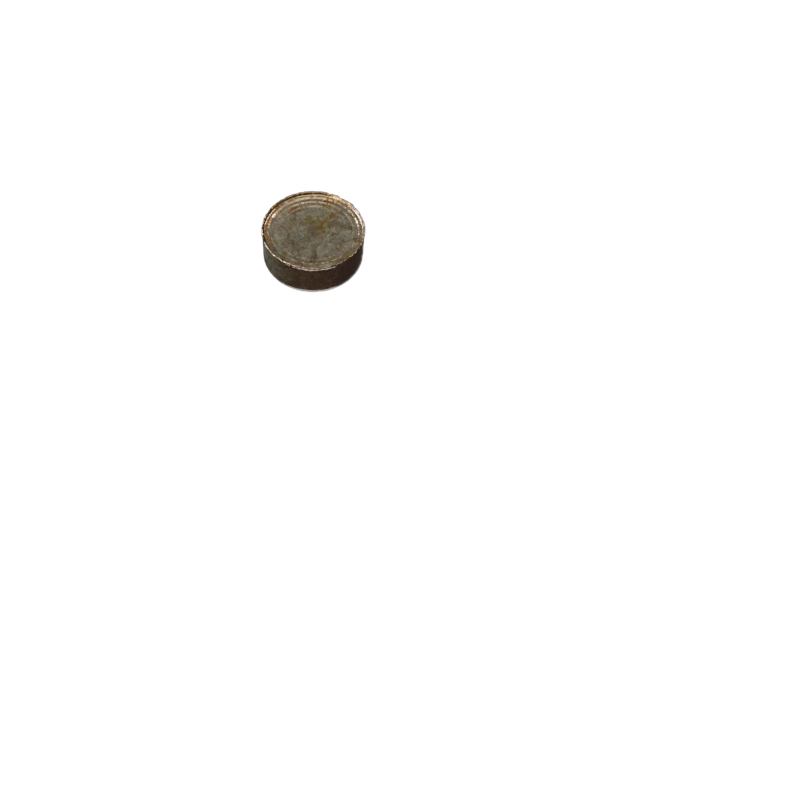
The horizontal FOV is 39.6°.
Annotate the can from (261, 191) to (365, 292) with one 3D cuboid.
[{"bbox_3d":[-0.072,-0.132,0.923,0.086,0.092,0.031,-1,-38,-1],"label":"can"}]
